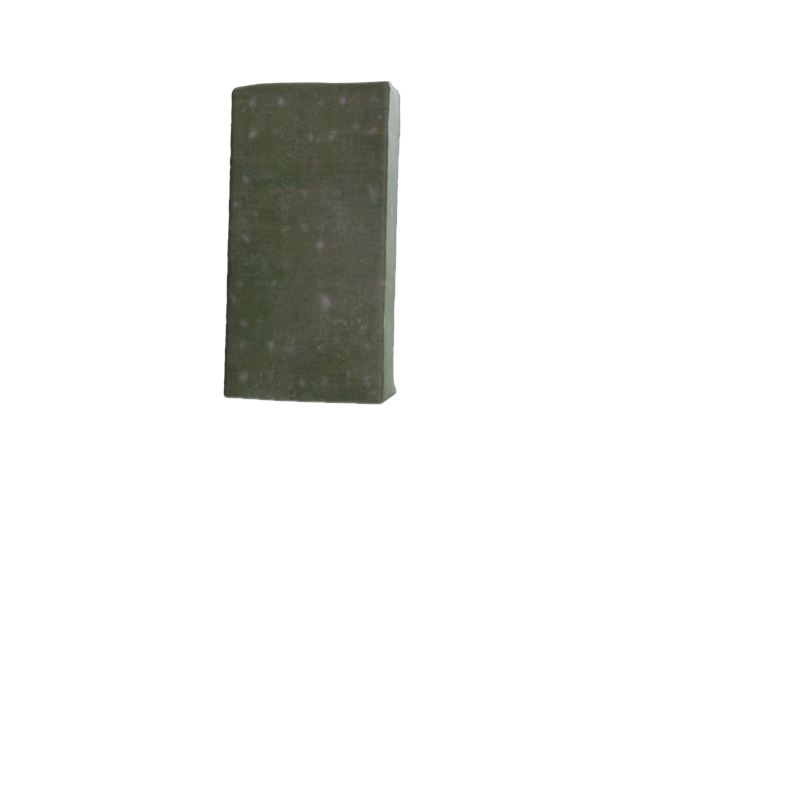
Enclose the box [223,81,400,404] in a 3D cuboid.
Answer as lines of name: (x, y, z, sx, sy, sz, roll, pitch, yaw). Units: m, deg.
box: (-0.049, -0.089, 0.623, 0.095, 0.176, 0.047, 0, 0, 12)
